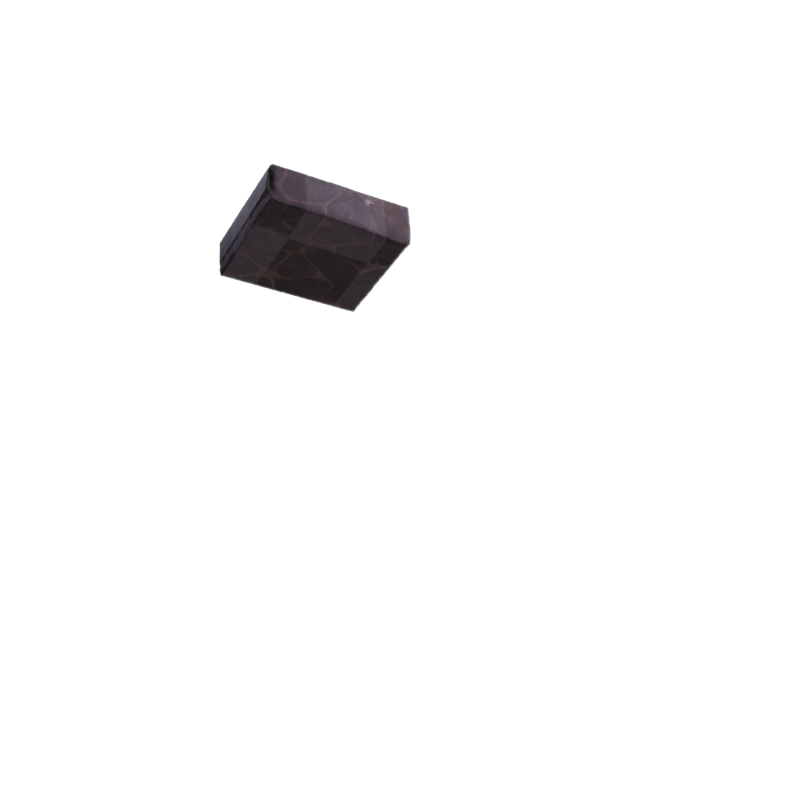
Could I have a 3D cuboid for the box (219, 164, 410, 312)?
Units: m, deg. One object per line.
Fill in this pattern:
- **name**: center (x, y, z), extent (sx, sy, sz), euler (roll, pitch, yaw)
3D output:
- **box**: center (-0.062, -0.113, 0.793), extent (0.109, 0.042, 0.087), euler (17, -40, -22)
